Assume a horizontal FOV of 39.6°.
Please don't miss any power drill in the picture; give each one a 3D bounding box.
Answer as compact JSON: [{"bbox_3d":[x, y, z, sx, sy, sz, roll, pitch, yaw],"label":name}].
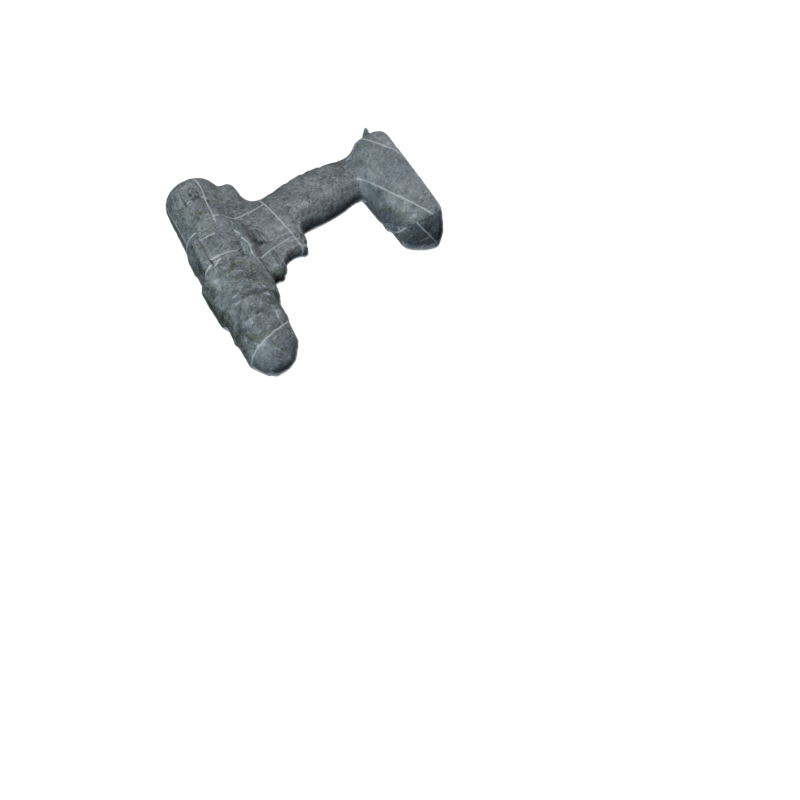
[{"bbox_3d":[-0.066,-0.120,0.838,0.186,0.198,0.054,-23,-32,-15],"label":"power drill"}]
